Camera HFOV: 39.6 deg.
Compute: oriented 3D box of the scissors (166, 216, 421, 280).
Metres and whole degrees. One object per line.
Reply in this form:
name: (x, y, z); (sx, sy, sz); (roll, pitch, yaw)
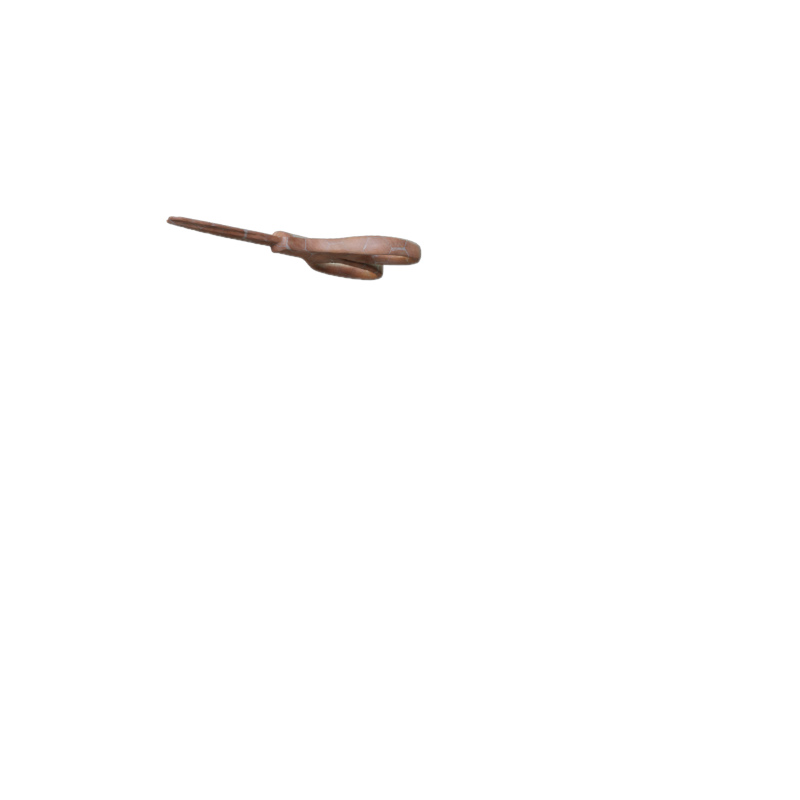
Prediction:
scissors: (-0.061, -0.112, 0.782); (0.099, 0.016, 0.191); (-5, -9, 33)
